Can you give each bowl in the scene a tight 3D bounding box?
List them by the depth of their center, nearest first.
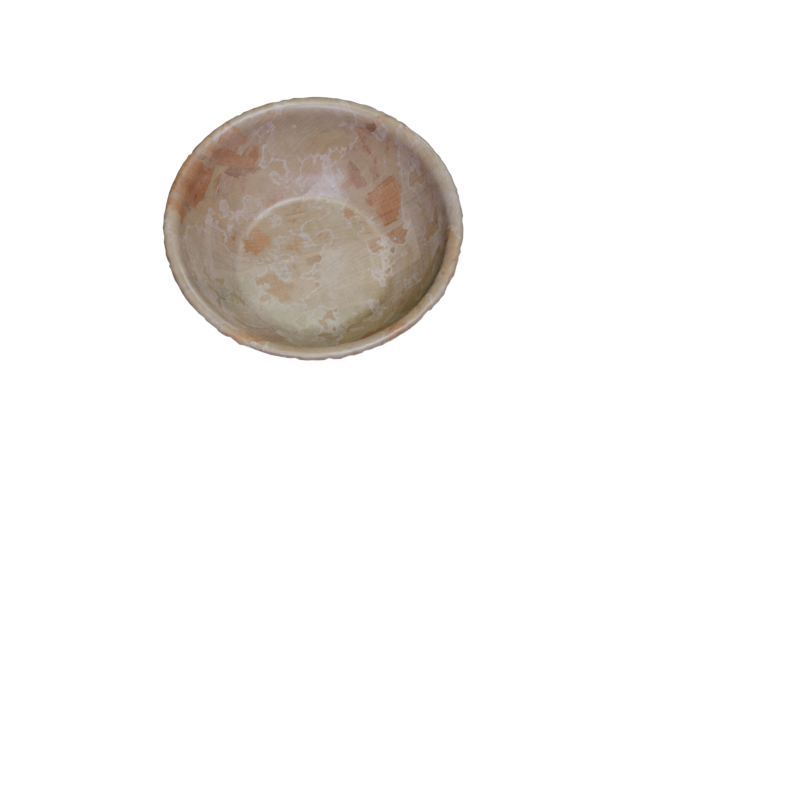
[{"bbox_3d":[-0.048,-0.088,0.618,0.162,0.172,0.052,-1,-26,-1],"label":"bowl"}]
